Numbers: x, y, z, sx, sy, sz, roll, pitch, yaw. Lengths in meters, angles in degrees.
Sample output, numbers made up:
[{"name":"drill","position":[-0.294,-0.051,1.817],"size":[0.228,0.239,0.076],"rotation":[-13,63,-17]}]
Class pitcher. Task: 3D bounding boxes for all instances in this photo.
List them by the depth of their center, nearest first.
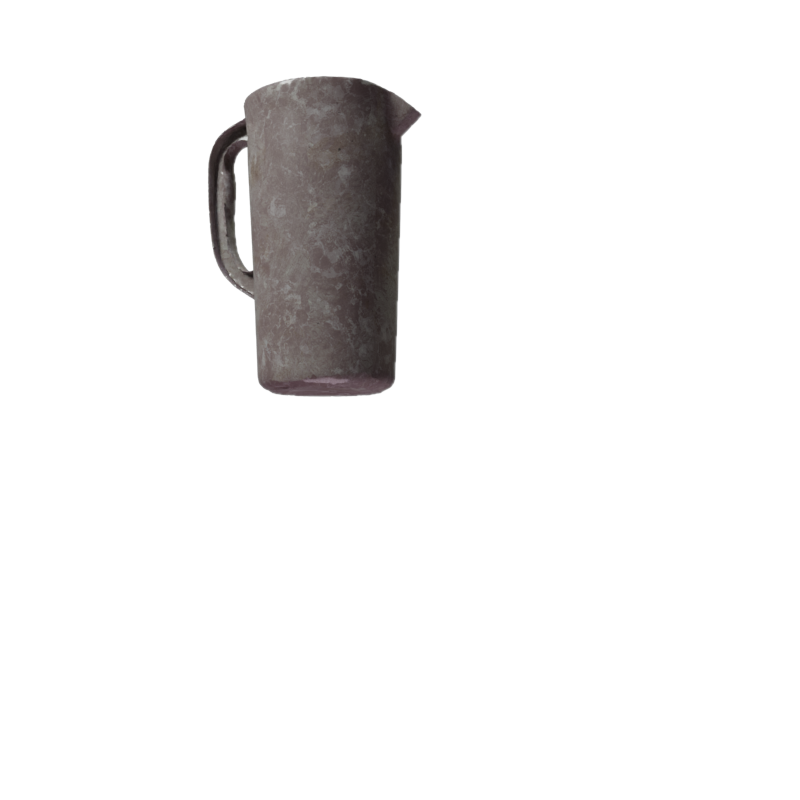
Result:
[{"name":"pitcher","position":[-0.070,-0.128,0.895],"size":[0.141,0.250,0.150],"rotation":[4,-11,-23]}]
